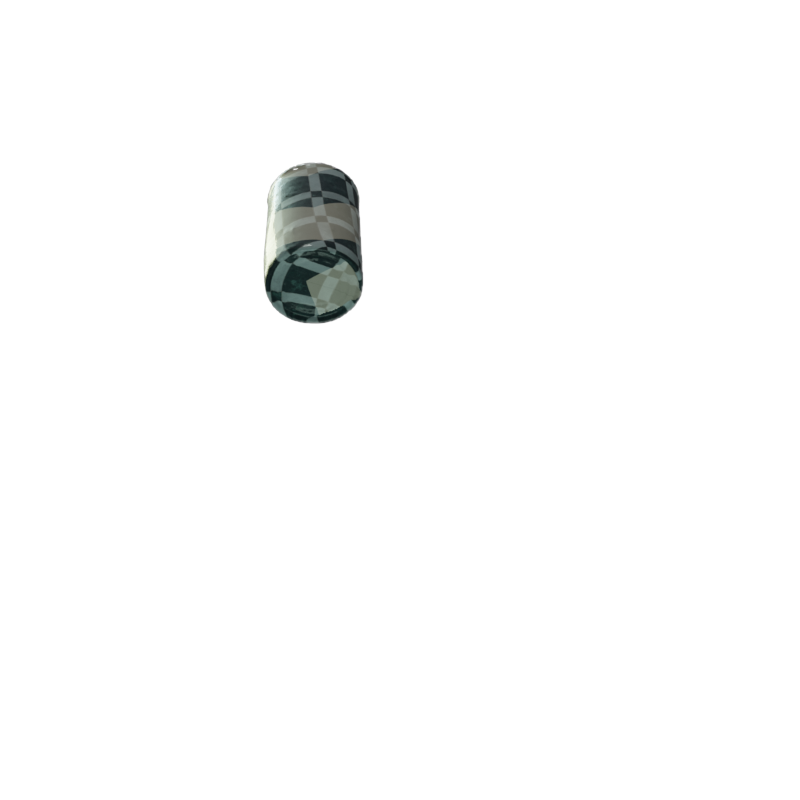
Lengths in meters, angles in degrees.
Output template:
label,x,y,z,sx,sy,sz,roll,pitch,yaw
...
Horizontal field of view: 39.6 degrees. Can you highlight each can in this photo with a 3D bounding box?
label,x,y,z,sx,sy,sz,roll,pitch,yaw
can,-0.061,-0.111,0.776,0.068,0.064,0.110,-1,41,-3
